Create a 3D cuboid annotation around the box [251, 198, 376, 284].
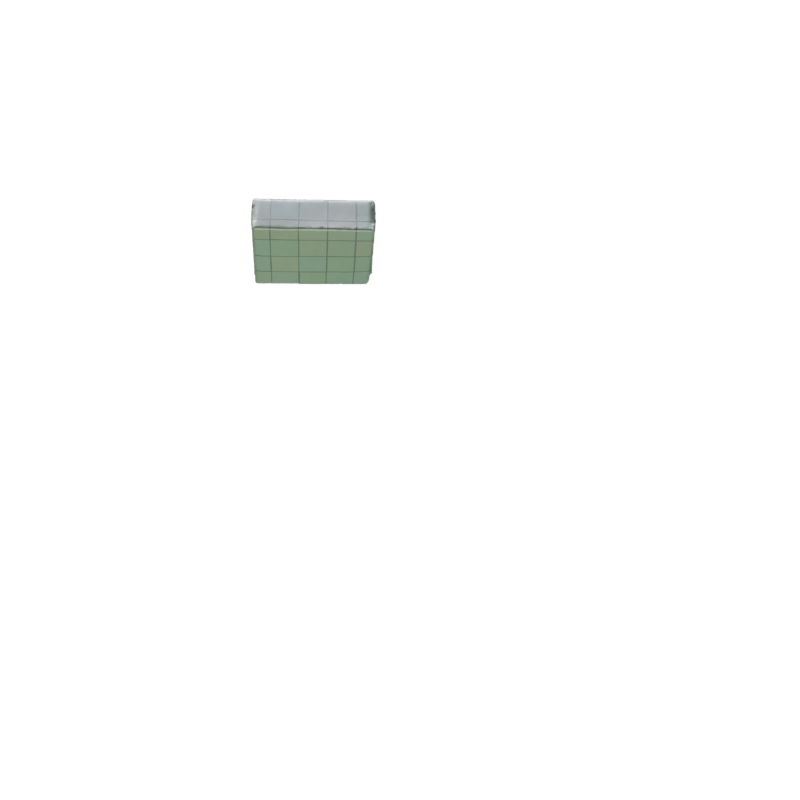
[{"bbox_3d":[-0.064,-0.116,0.815,0.089,0.032,0.069,1,-29,-2],"label":"box"}]
